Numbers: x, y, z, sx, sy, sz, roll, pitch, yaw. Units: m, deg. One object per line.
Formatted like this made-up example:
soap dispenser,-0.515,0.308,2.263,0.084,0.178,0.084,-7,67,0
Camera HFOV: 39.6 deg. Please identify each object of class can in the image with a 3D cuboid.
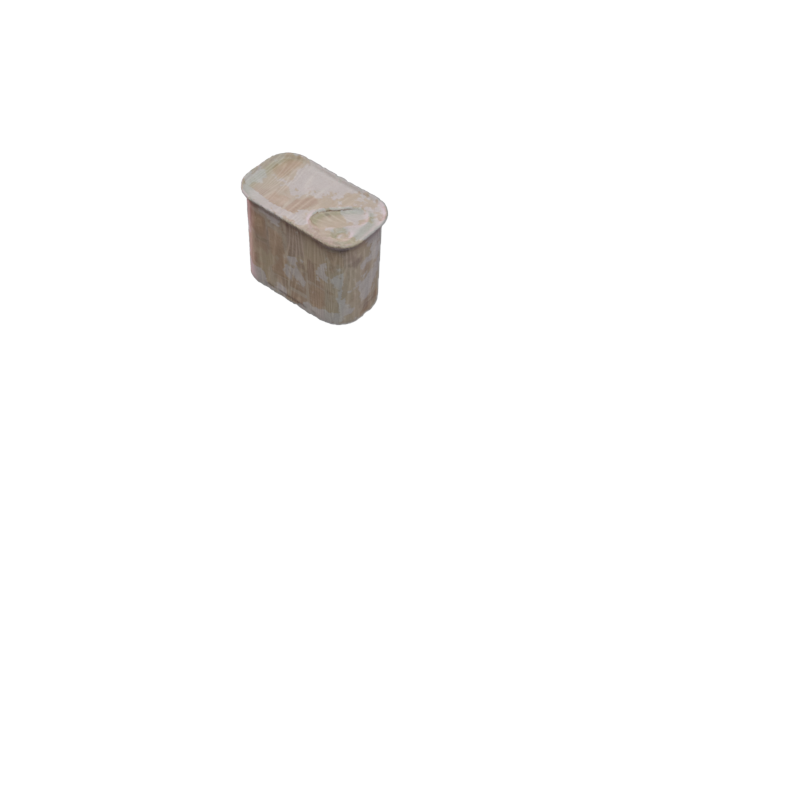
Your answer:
can,-0.060,-0.110,0.770,0.108,0.078,0.058,33,54,25
